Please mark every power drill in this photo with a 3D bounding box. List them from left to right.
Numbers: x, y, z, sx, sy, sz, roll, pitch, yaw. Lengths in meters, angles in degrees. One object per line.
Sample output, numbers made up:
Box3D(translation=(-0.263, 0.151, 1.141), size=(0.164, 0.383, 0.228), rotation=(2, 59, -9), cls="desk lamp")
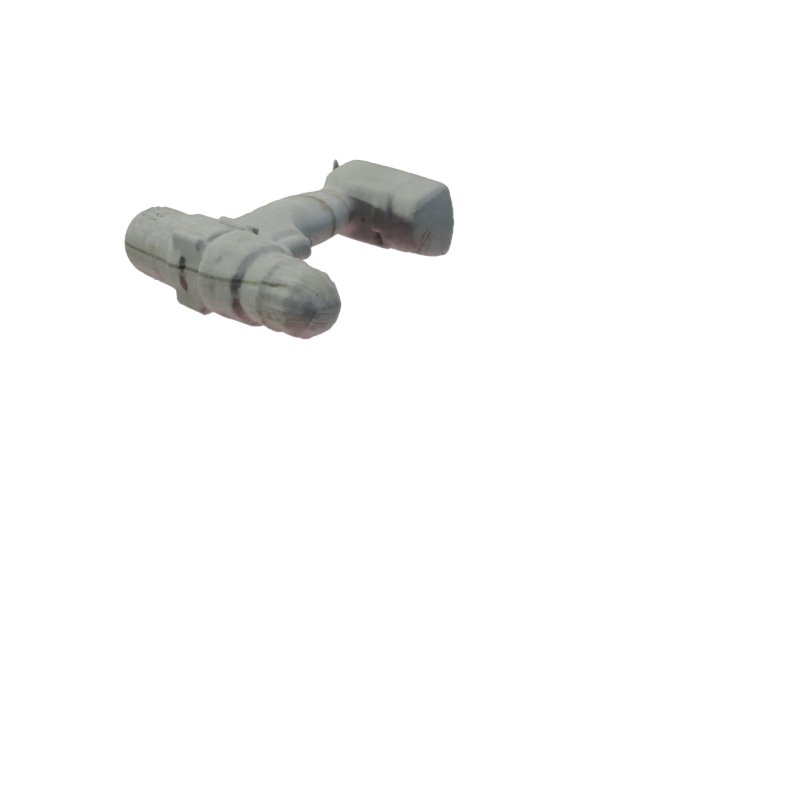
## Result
Box3D(translation=(-0.055, -0.100, 0.703), size=(0.185, 0.055, 0.197), rotation=(-22, 34, -38), cls="power drill")
